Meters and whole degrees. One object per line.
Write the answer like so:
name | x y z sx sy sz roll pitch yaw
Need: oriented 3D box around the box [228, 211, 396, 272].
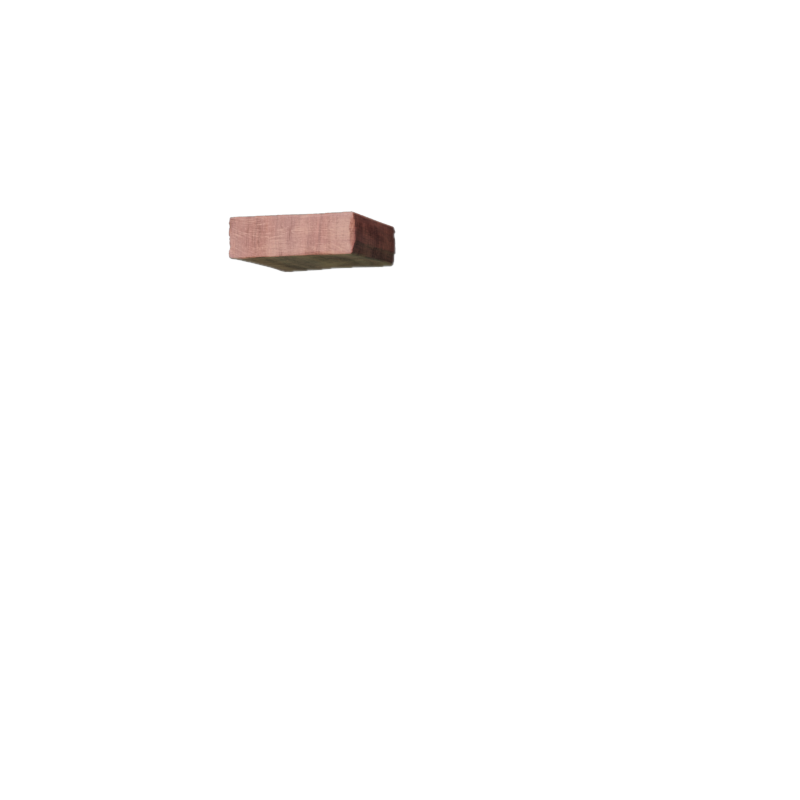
box | -0.071 -0.130 0.912 0.116 0.039 0.086 -1 -2 23
